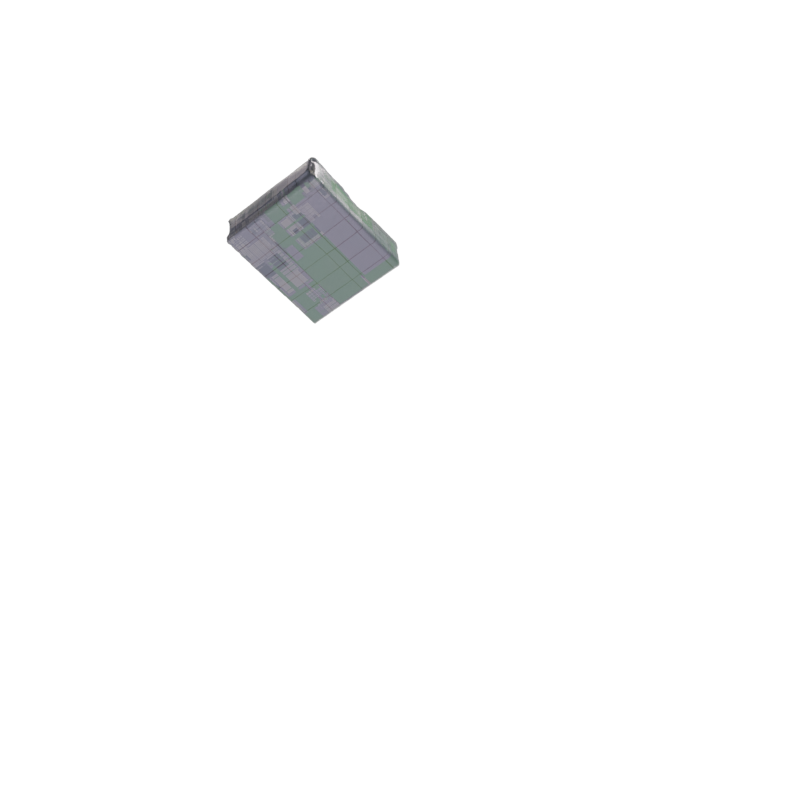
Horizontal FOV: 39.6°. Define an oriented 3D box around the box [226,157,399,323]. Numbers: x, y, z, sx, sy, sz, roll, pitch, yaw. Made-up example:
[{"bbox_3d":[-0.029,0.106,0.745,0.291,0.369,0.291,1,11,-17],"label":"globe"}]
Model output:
[{"bbox_3d":[-0.056,-0.102,0.716,0.073,0.084,0.032,-35,28,21],"label":"box"}]
